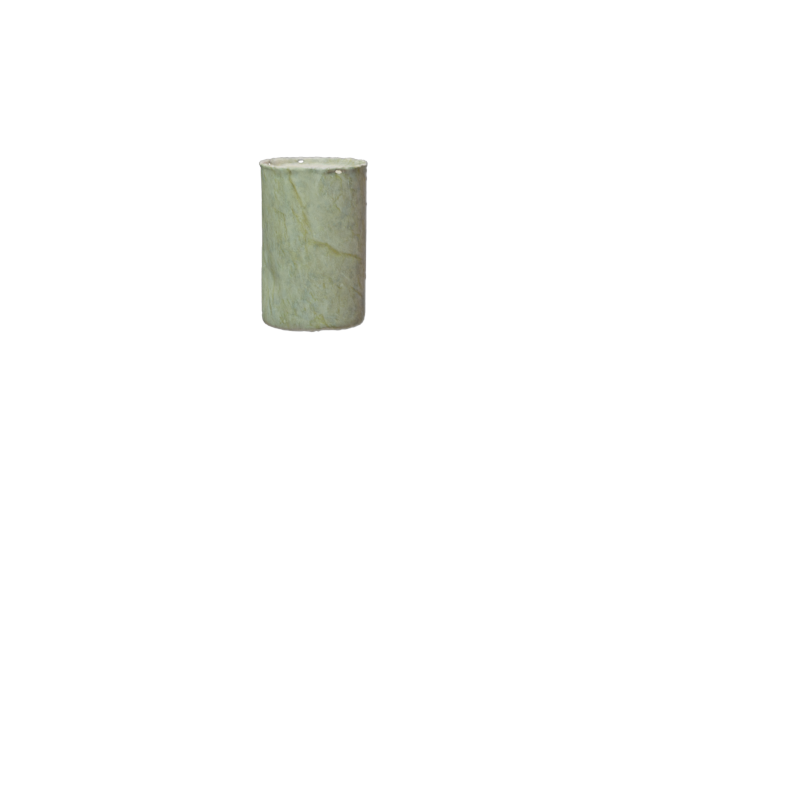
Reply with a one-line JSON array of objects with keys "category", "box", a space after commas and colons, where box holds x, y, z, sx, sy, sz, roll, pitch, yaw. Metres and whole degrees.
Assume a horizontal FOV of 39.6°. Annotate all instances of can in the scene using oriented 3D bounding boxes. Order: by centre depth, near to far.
[{"category": "can", "box": [-0.055, -0.100, 0.699, 0.068, 0.100, 0.070, 0, 12, -2]}]
